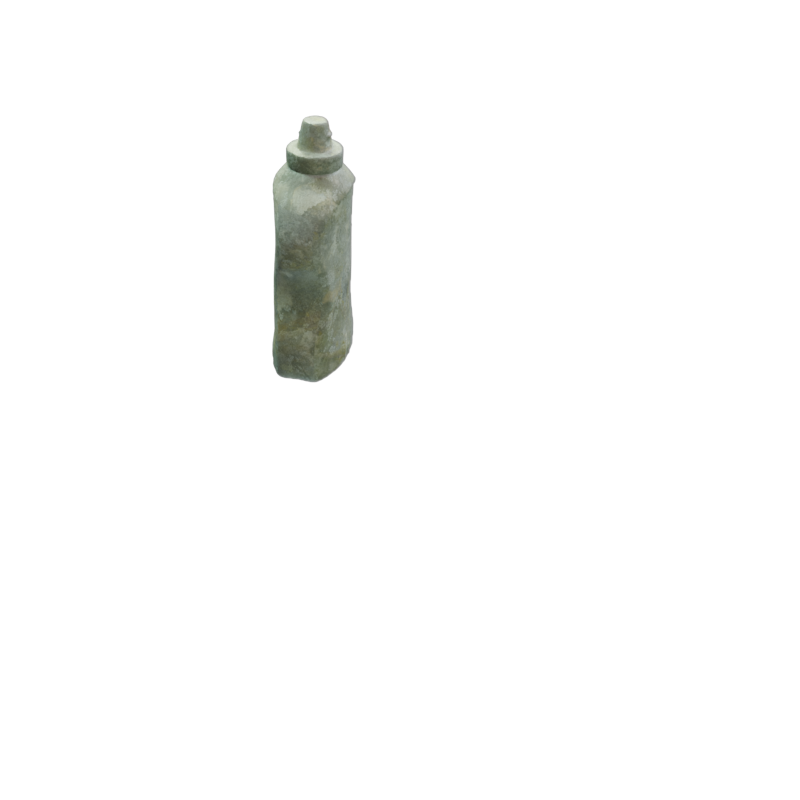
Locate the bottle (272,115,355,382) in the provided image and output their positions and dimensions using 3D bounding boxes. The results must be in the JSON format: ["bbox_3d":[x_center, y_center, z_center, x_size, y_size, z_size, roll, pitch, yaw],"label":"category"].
[{"bbox_3d":[-0.063,-0.116,0.815,0.060,0.181,0.100,9,31,12],"label":"bottle"}]
